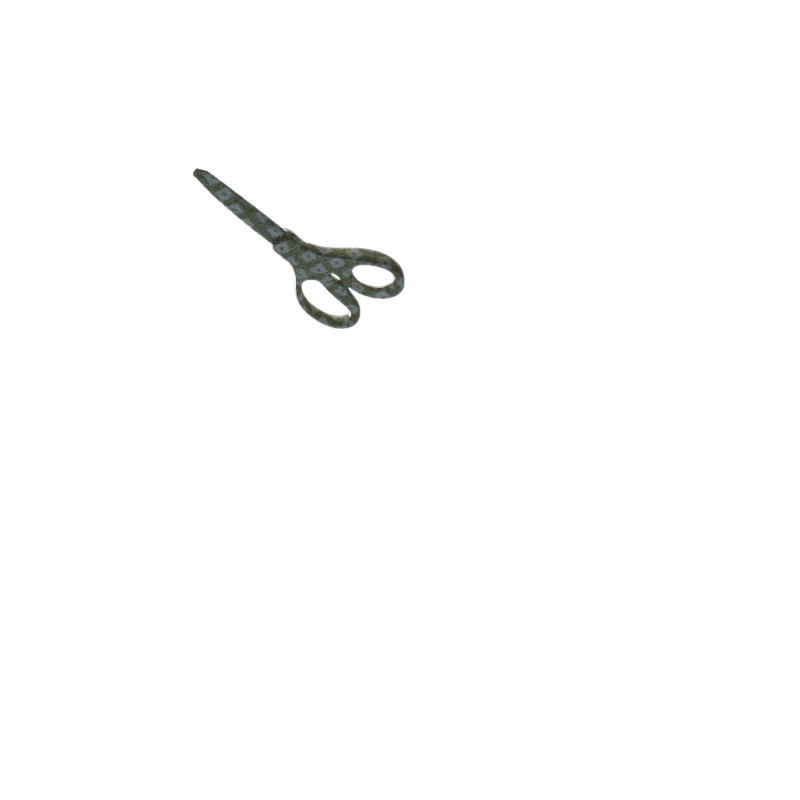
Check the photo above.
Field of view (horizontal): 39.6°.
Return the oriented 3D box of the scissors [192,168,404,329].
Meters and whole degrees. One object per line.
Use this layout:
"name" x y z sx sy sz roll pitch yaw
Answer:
"scissors" -0.064 -0.118 0.824 0.097 0.017 0.186 -14 -39 18
